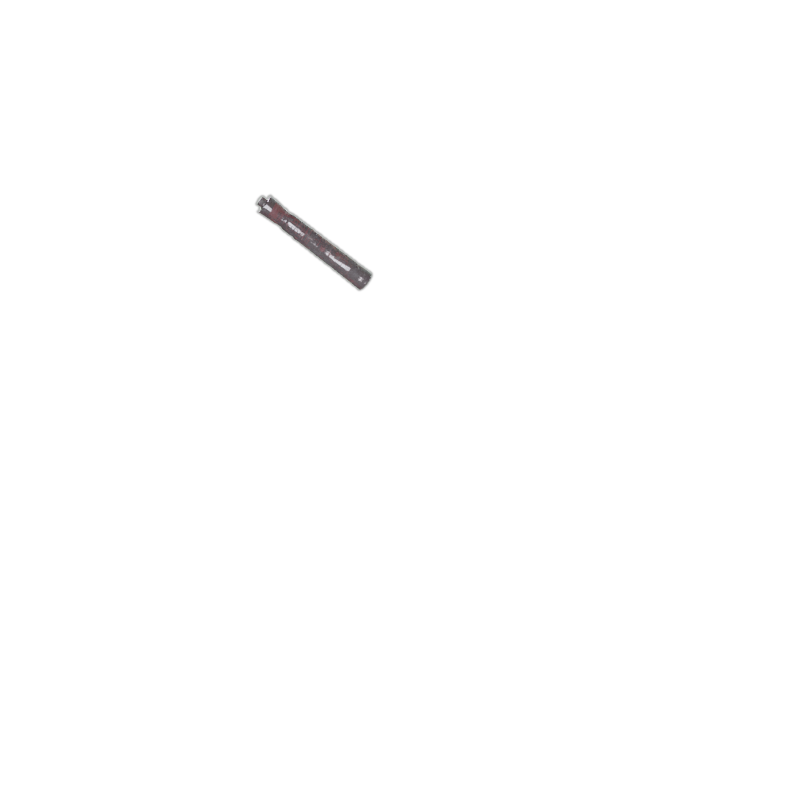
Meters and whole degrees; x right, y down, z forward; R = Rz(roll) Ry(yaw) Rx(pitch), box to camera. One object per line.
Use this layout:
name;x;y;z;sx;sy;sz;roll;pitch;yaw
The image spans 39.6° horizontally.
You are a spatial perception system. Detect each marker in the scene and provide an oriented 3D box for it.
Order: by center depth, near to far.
marker;-0.077;-0.140;0.979;0.118;0.020;0.020;37;-5;-9
